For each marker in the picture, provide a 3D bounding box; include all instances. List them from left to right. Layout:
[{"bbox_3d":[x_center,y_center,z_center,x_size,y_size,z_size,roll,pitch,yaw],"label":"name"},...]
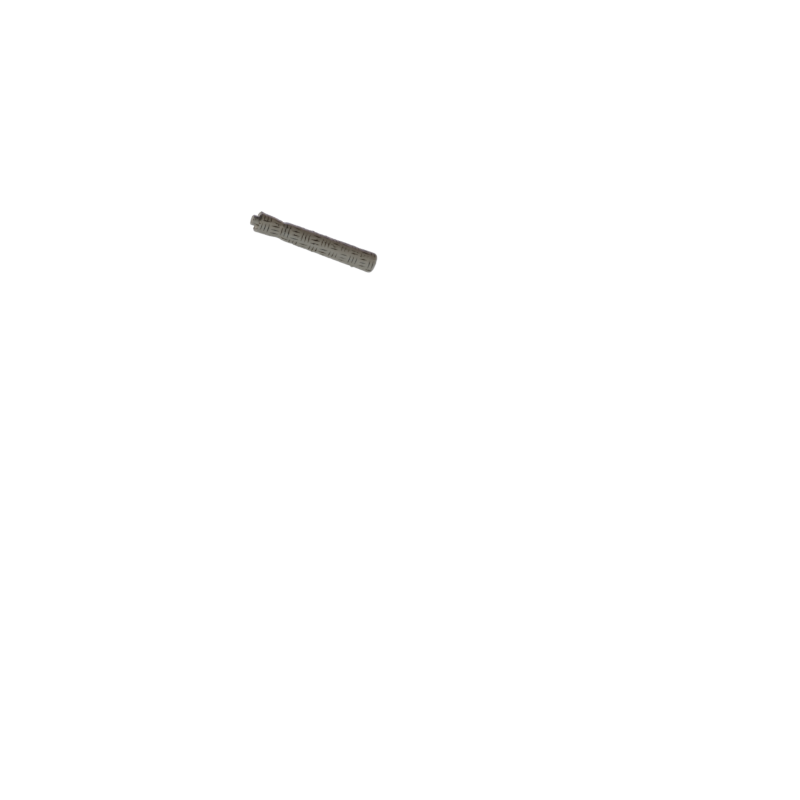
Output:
[{"bbox_3d":[-0.077,-0.141,0.988,0.116,0.020,0.020,18,-3,-19],"label":"marker"}]
